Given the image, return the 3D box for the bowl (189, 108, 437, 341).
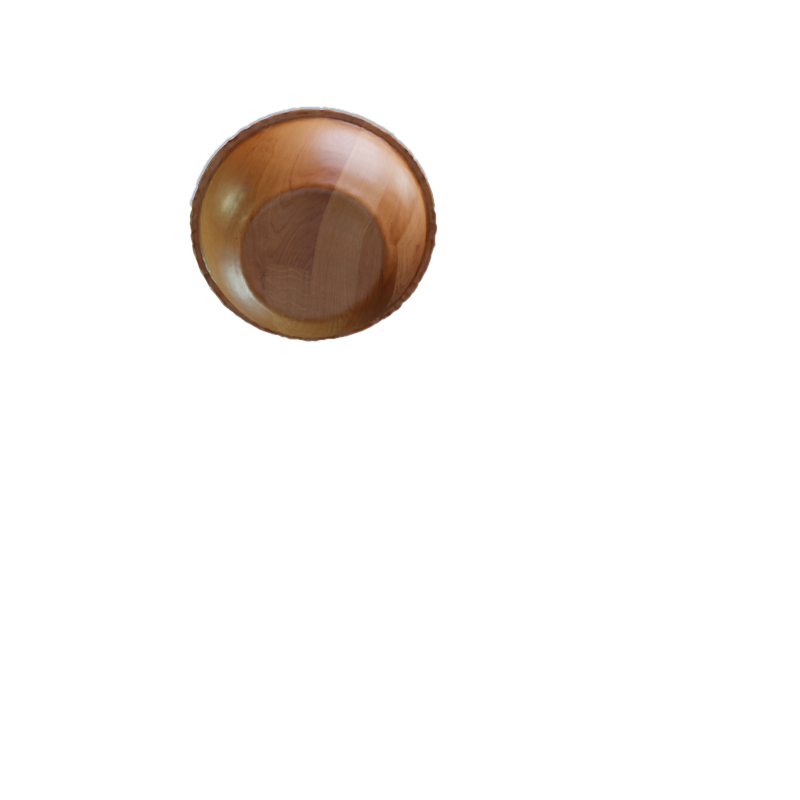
[{"bbox_3d":[-0.055,-0.100,0.702,0.162,0.155,0.058,1,22,-1],"label":"bowl"}]
